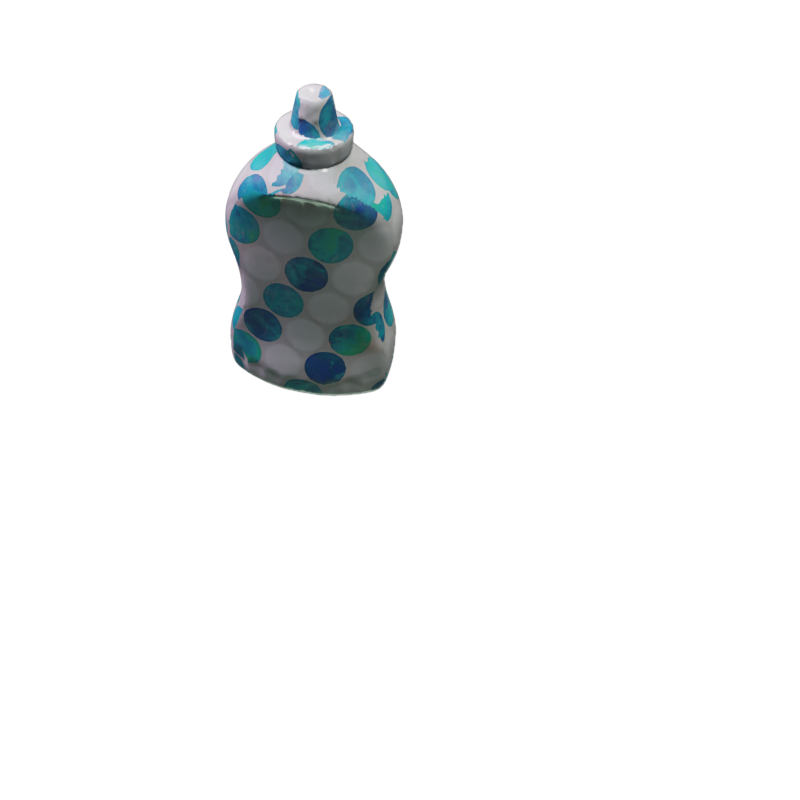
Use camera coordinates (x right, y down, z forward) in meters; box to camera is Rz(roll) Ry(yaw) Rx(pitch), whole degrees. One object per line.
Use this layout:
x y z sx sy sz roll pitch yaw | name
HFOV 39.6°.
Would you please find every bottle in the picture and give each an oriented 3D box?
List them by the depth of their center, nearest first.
-0.048 -0.088 0.613 0.098 0.179 0.061 12 44 9 | bottle
